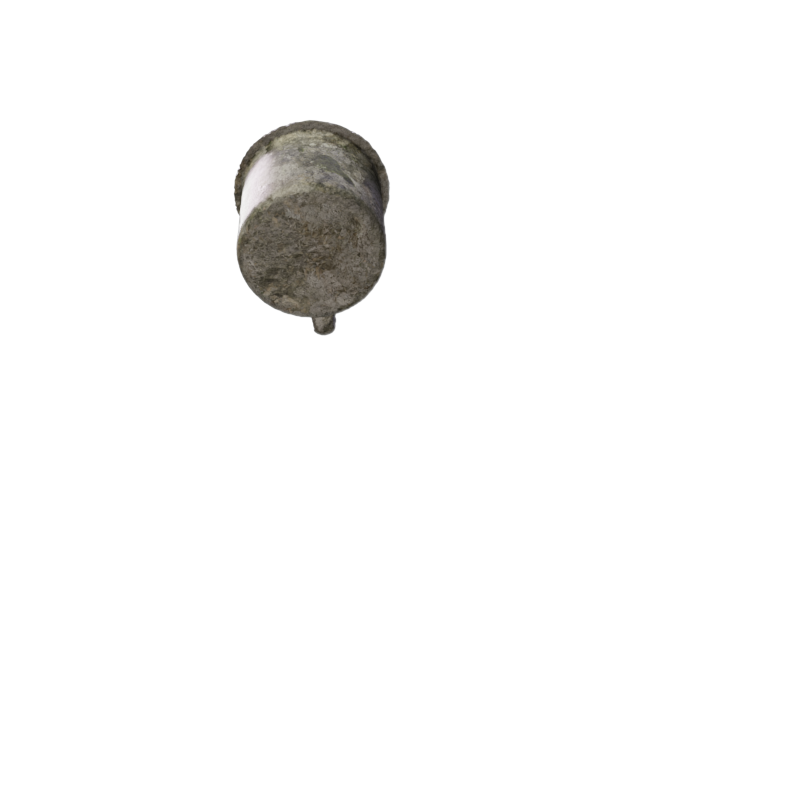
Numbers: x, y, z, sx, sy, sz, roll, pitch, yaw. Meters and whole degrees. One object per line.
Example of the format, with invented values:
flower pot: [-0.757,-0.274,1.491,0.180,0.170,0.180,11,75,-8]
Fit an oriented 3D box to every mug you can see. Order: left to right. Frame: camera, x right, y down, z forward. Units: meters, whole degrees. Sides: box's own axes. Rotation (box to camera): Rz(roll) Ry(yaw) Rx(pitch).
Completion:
mug: [-0.050,-0.090,0.633,0.093,0.110,0.087,-3,32,0]
